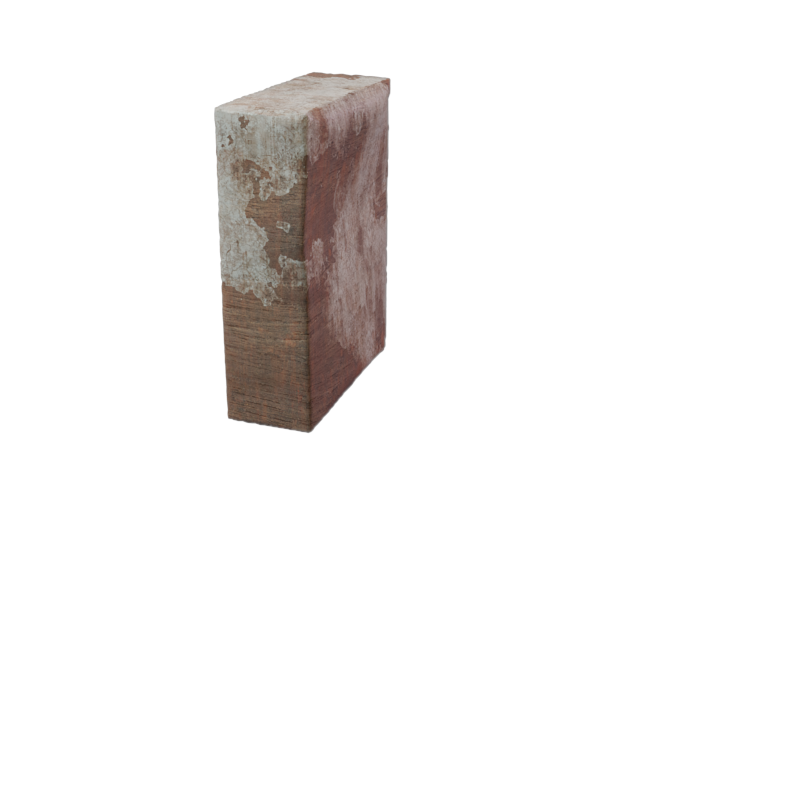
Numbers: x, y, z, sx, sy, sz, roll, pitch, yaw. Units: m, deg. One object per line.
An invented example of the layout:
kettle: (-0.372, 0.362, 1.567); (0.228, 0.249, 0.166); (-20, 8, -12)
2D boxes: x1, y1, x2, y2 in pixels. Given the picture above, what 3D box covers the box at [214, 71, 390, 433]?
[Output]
box: (-0.060, -0.110, 0.773); (0.074, 0.205, 0.167); (7, 21, 17)
